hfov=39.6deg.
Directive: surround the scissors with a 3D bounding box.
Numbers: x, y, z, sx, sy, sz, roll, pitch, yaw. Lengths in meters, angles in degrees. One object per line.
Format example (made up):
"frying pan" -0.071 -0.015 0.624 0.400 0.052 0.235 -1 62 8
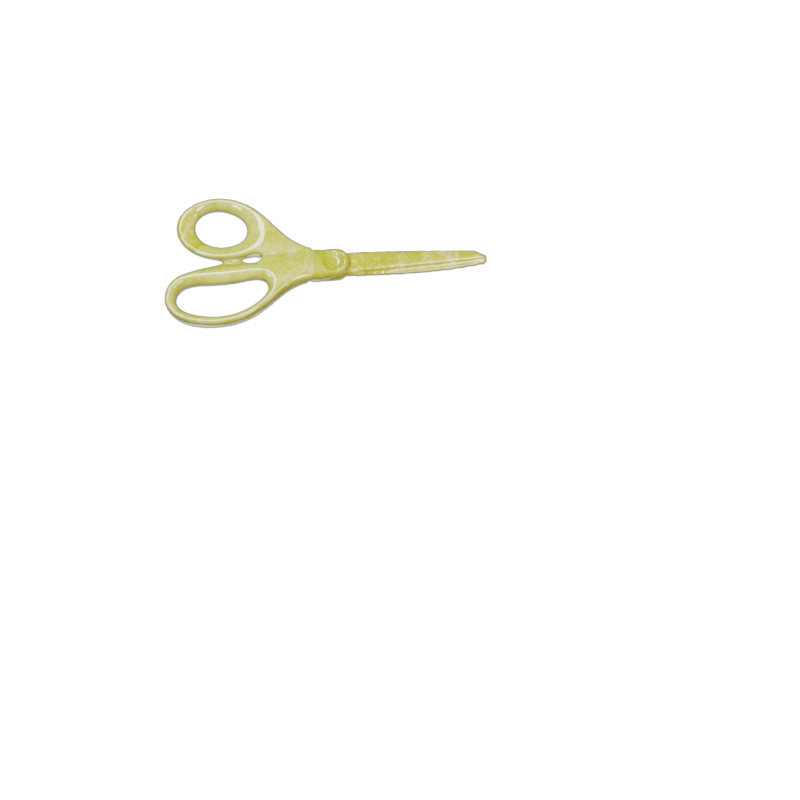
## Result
"scissors" -0.056 -0.101 0.709 0.201 0.102 0.015 -17 -24 -8
